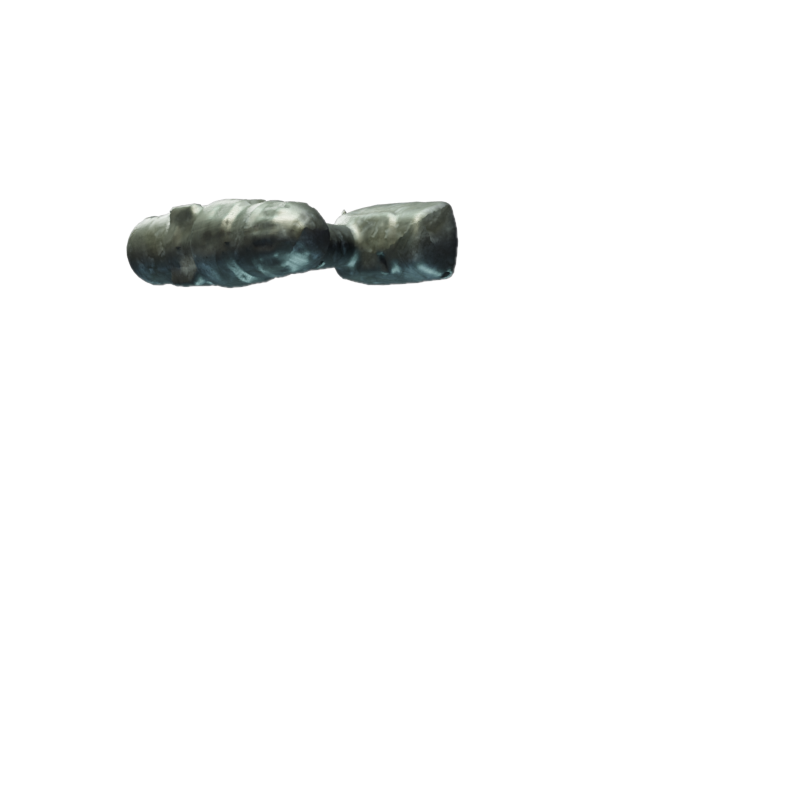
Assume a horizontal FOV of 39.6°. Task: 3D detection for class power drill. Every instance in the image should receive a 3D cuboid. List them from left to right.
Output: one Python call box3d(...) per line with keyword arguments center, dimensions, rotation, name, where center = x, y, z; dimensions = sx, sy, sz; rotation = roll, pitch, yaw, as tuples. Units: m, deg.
box3d(center=(-0.055, -0.100, 0.700), dimensions=(0.181, 0.057, 0.192), rotation=(-5, 7, -39), name="power drill")
